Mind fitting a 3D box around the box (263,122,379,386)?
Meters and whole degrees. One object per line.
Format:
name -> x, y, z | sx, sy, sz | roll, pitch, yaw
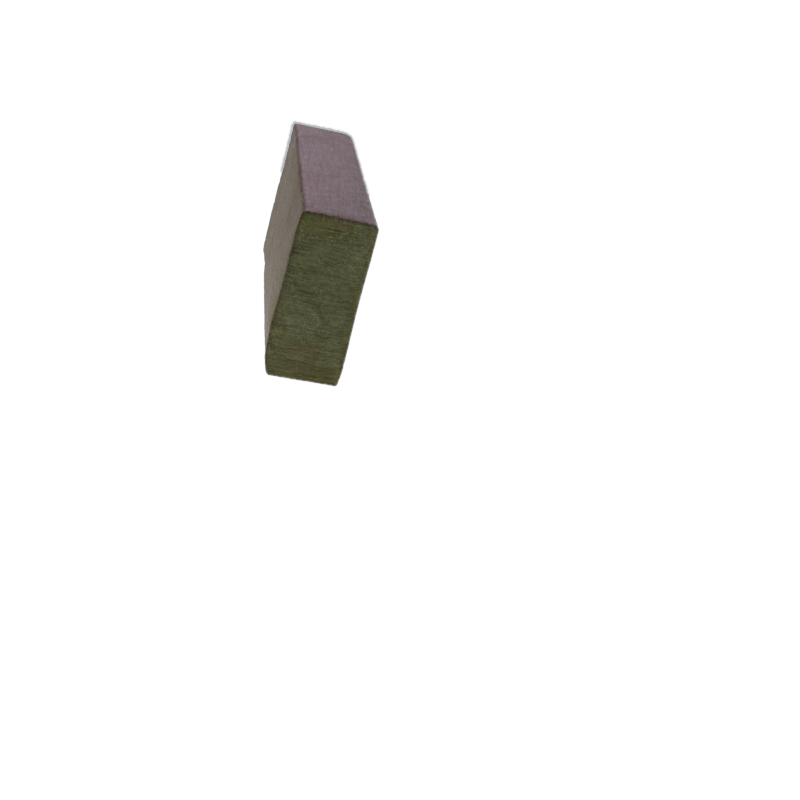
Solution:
box -> -0.049, -0.091, 0.634 | 0.047, 0.090, 0.186 | 12, 25, -10
